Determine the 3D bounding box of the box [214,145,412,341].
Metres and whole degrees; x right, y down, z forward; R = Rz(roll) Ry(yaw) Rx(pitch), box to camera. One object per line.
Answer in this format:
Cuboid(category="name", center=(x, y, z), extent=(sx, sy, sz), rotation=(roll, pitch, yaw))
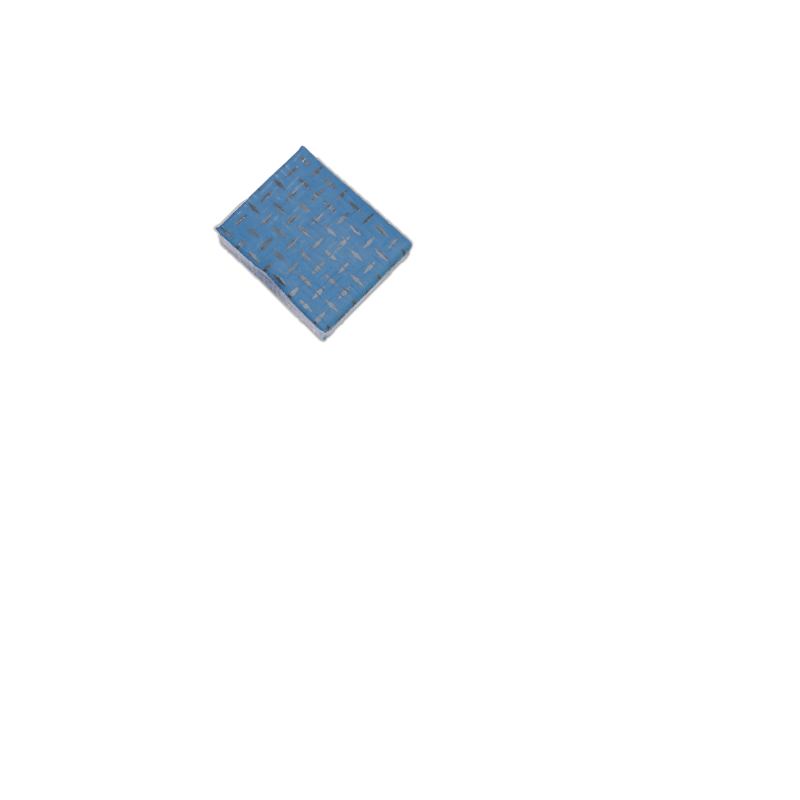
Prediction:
Cuboid(category="box", center=(-0.050, -0.091, 0.639), extent=(0.092, 0.074, 0.029), rotation=(43, -12, 11))
